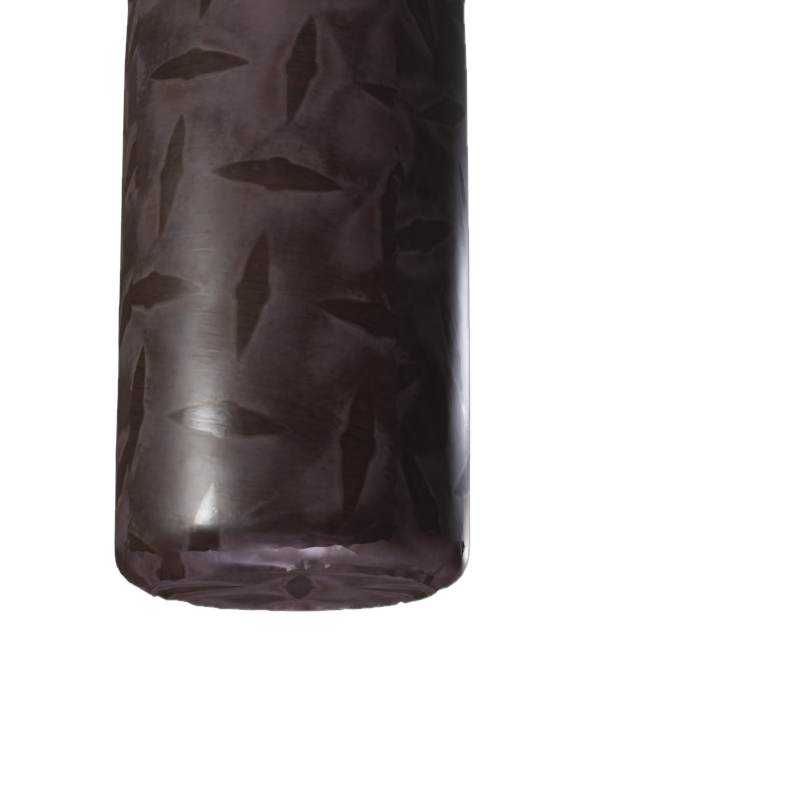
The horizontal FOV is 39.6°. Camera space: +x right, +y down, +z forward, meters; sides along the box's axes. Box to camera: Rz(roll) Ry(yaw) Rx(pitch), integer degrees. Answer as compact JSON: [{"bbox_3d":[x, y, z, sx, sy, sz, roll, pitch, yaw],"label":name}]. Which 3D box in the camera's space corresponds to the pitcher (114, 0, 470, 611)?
[{"bbox_3d":[-0.031,-0.056,0.393,0.146,0.256,0.140,5,-23,-14],"label":"pitcher"}]
